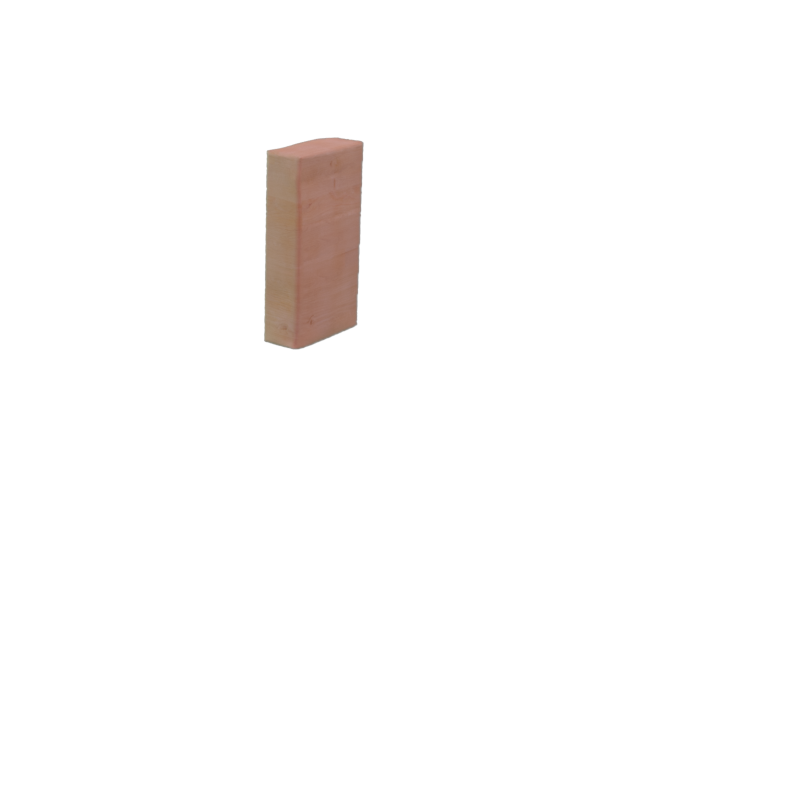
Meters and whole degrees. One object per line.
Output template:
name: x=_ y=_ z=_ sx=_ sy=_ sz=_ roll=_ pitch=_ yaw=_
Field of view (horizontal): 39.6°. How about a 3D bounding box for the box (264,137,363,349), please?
box: x=-0.077 y=-0.141 z=0.987 sx=0.050 sy=0.170 sz=0.092 roll=12 pitch=20 yaw=34
